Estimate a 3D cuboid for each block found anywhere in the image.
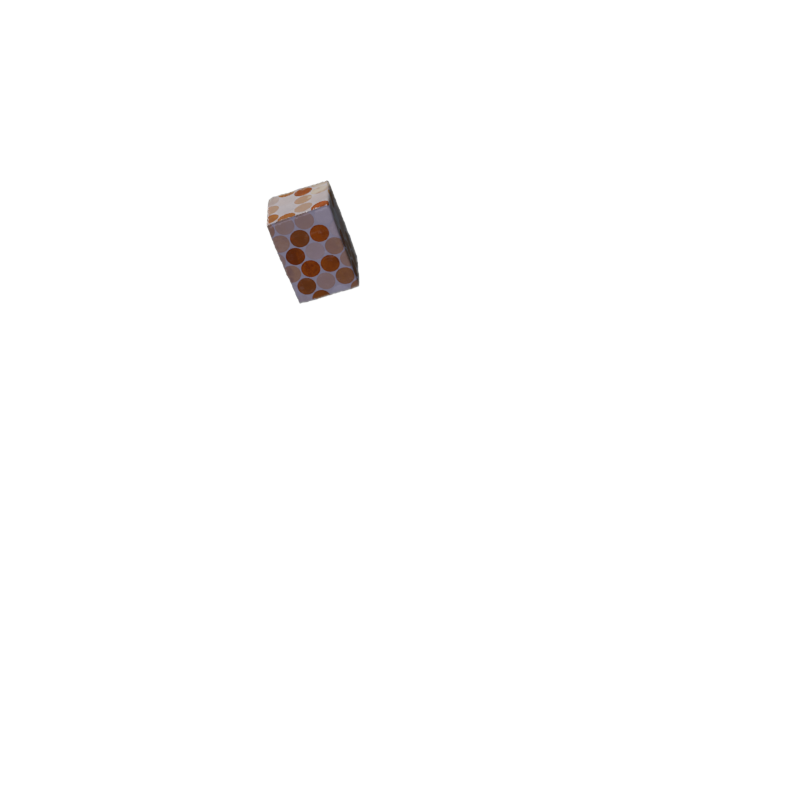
[{"bbox_3d":[-0.069,-0.126,0.885,0.053,0.073,0.054,-16,30,8],"label":"block"}]
